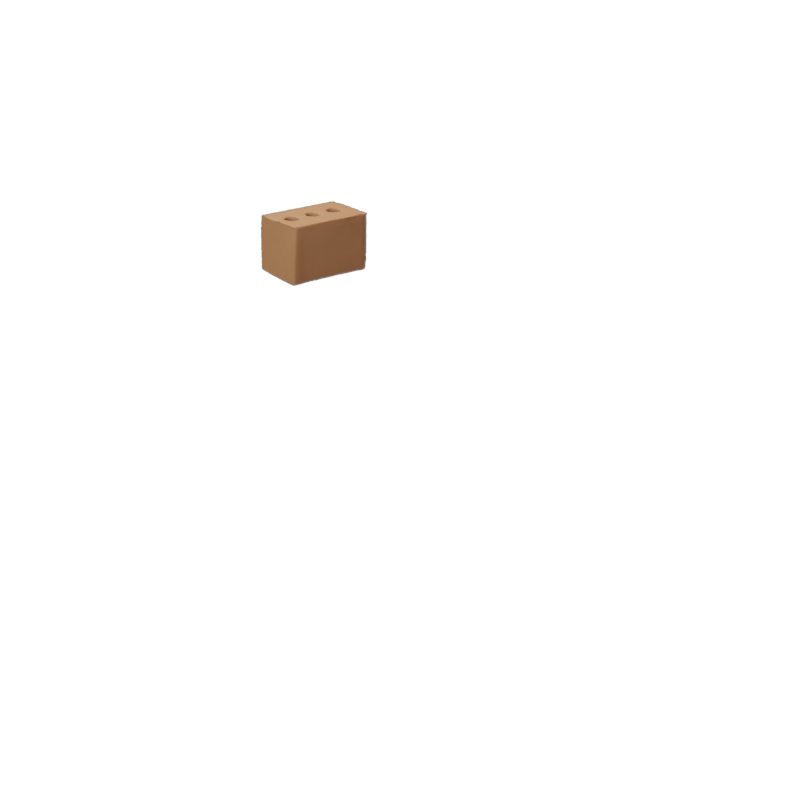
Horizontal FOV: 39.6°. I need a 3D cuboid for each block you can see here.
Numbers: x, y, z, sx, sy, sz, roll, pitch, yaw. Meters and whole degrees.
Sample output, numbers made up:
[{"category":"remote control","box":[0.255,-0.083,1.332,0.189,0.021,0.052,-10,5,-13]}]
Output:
[{"category":"block","box":[-0.075,-0.136,0.953,0.076,0.049,0.056,-17,28,-35]}]
